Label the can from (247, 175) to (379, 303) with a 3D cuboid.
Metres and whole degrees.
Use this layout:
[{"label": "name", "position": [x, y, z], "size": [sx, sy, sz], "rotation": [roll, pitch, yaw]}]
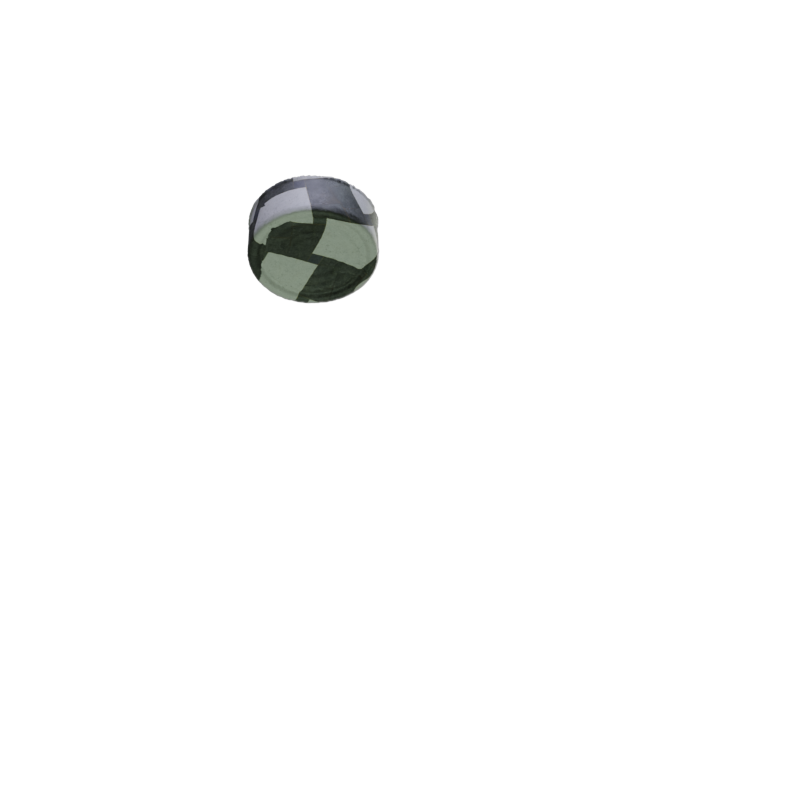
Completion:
[{"label": "can", "position": [-0.056, -0.103, 0.719], "size": [0.086, 0.036, 0.080], "rotation": [1, -43, -1]}]
